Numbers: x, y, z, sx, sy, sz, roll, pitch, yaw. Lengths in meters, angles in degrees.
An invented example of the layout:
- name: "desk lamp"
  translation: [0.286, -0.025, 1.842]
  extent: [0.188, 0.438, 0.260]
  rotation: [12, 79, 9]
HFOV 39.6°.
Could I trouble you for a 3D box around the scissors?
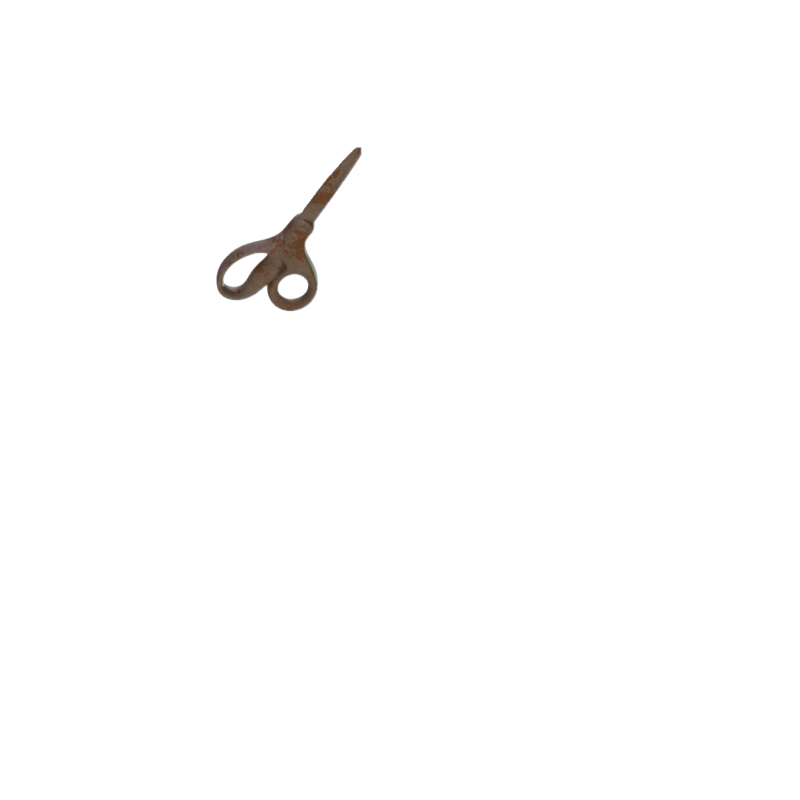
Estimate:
- name: "scissors"
  translation: [-0.073, -0.133, 0.930]
  extent: [0.200, 0.017, 0.090]
  rotation: [-31, -48, 32]
